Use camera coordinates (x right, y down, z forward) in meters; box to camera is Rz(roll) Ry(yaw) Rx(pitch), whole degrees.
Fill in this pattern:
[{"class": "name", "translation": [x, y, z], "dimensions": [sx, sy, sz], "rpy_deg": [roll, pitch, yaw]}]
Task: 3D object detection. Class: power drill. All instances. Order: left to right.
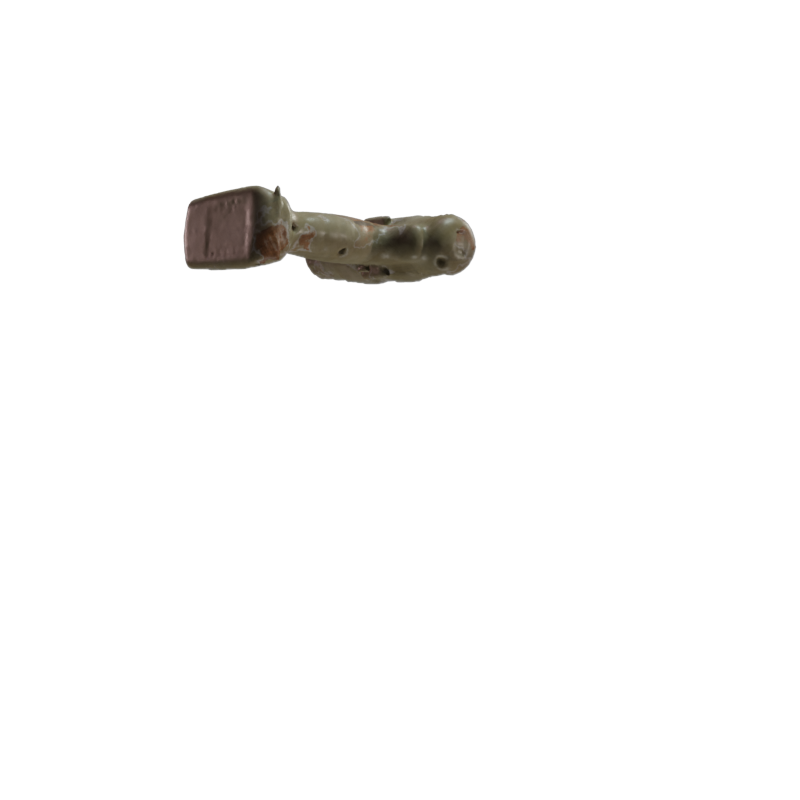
[{"class": "power drill", "translation": [-0.066, -0.120, 0.842], "dimensions": [0.180, 0.058, 0.190], "rpy_deg": [0, 1, -38]}]
